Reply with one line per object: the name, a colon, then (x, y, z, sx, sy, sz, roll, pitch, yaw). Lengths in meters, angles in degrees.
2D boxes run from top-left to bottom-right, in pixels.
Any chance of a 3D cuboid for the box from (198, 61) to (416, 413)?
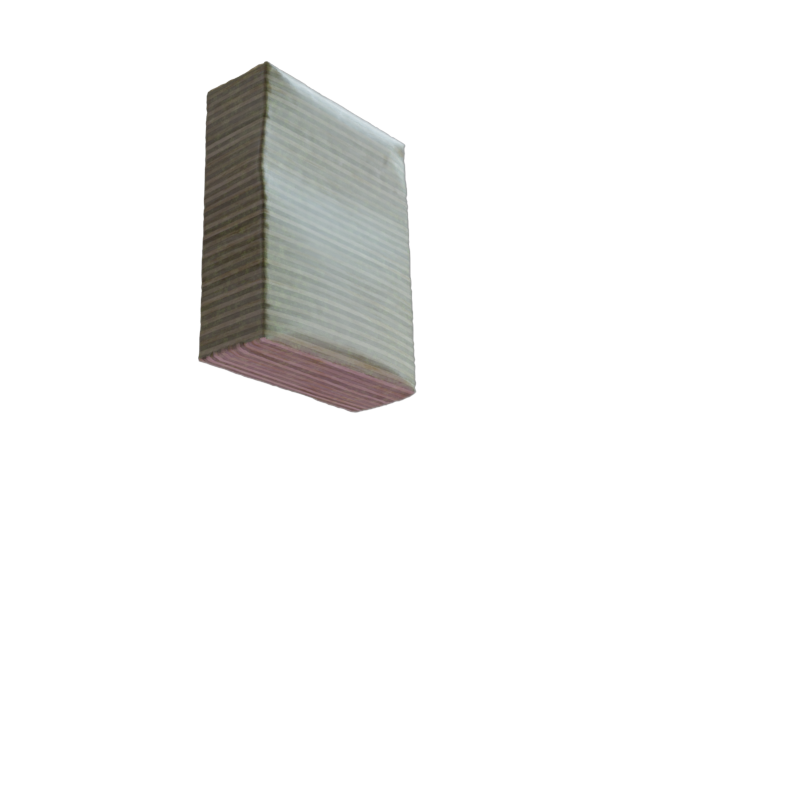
box: (-0.063, -0.115, 0.806, 0.073, 0.226, 0.154, -20, -29, 36)
